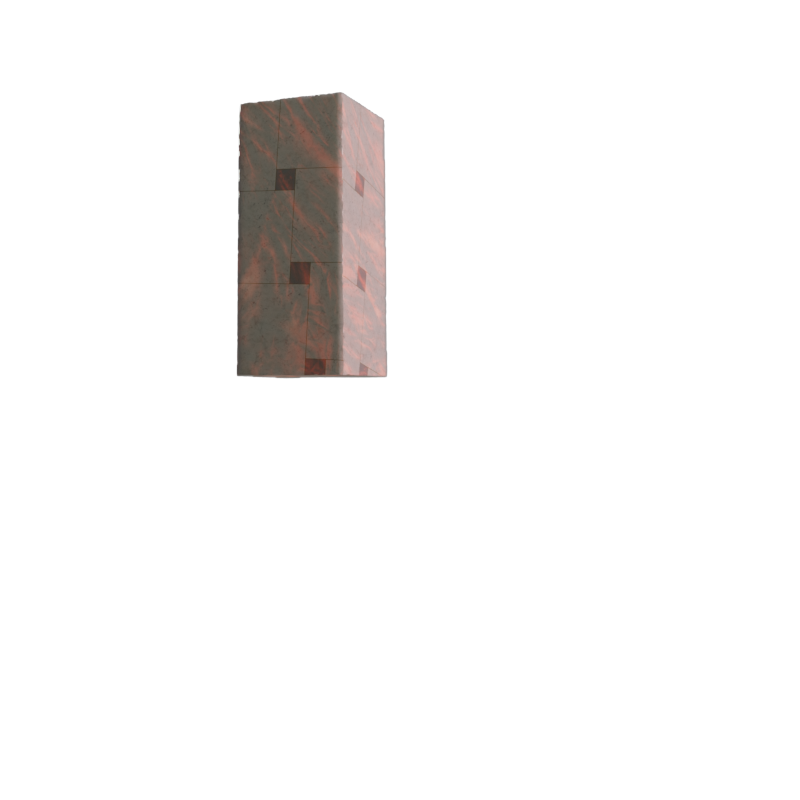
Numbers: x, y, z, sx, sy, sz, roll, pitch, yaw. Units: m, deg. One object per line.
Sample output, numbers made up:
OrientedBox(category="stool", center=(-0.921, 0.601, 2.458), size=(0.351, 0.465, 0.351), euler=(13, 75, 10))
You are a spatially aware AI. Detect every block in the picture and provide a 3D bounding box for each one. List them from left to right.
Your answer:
OrientedBox(category="block", center=(-0.067, -0.122, 0.853), size=(0.092, 0.210, 0.087), euler=(-3, -7, 22))
